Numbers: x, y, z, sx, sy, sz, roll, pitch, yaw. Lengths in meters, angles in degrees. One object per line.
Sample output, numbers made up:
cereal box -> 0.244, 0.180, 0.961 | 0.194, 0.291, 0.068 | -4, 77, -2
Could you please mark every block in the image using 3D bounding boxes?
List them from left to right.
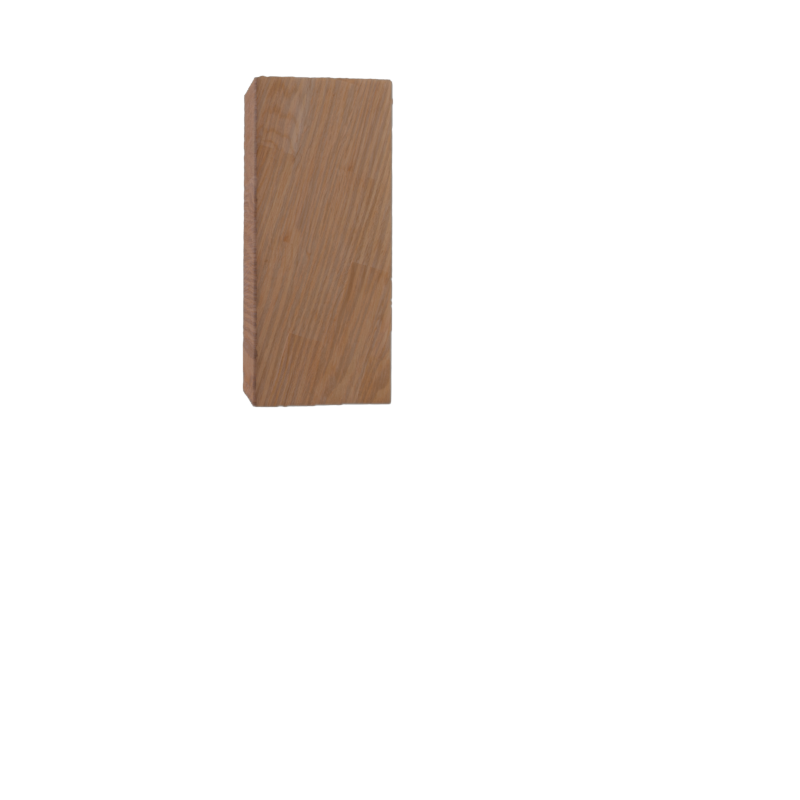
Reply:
block -> -0.057, -0.105, 0.735 | 0.089, 0.206, 0.092 | 0, 1, -11
